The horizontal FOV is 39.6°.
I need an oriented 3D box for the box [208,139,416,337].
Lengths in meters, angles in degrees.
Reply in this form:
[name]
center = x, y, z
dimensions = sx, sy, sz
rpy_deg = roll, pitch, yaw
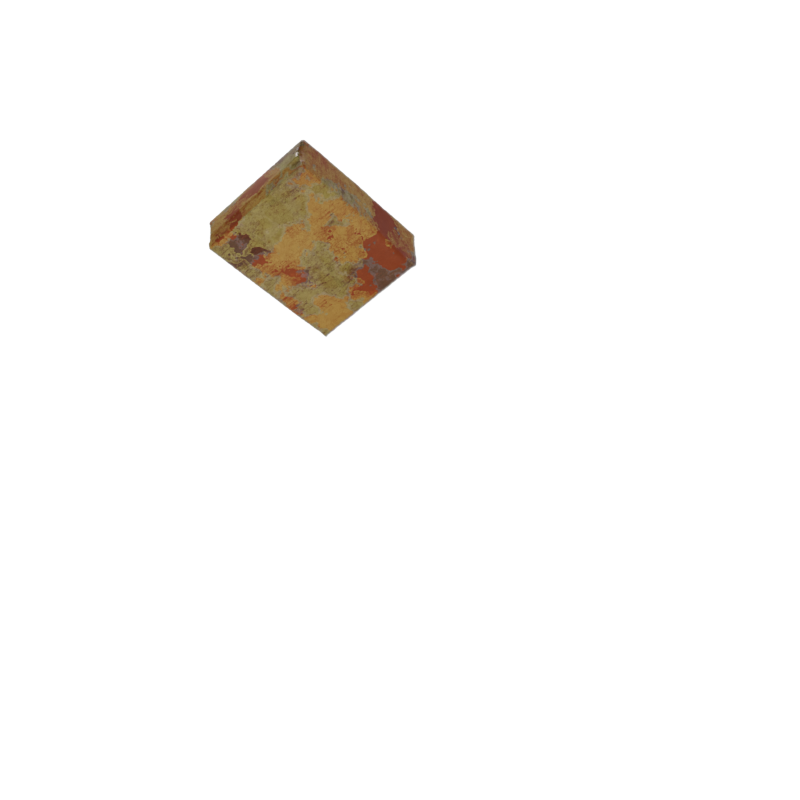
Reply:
[box]
center = -0.058, -0.106, 0.741
dimensions = 0.089, 0.042, 0.107
rpy_deg = -38, -62, 24
